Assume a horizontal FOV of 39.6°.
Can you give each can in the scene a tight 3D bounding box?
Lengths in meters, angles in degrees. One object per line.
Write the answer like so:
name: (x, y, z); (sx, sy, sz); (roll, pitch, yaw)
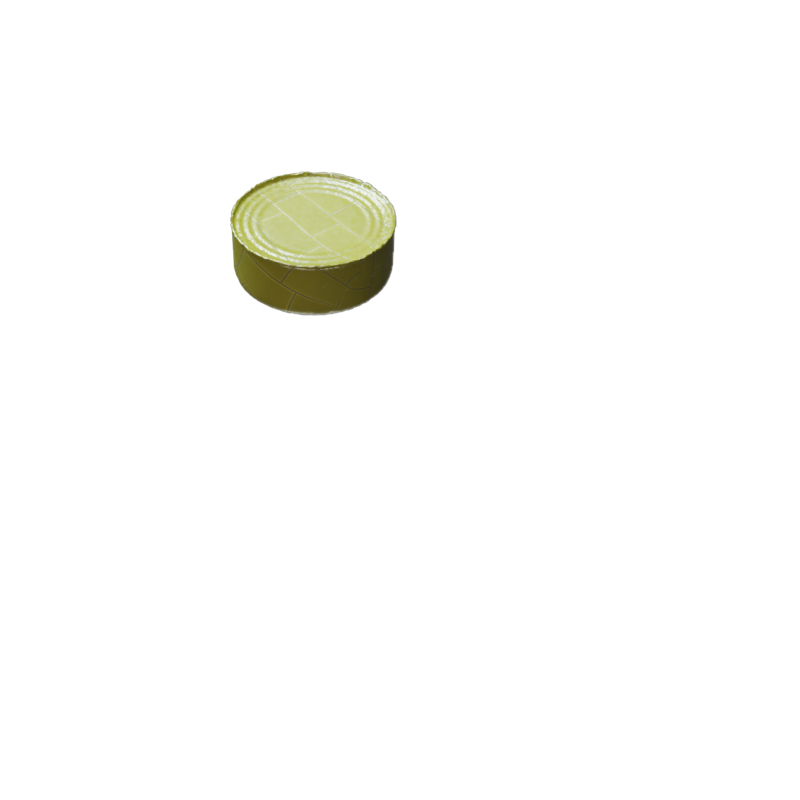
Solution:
can: (-0.045, -0.083, 0.580); (0.086, 0.031, 0.092); (-1, 41, -2)
